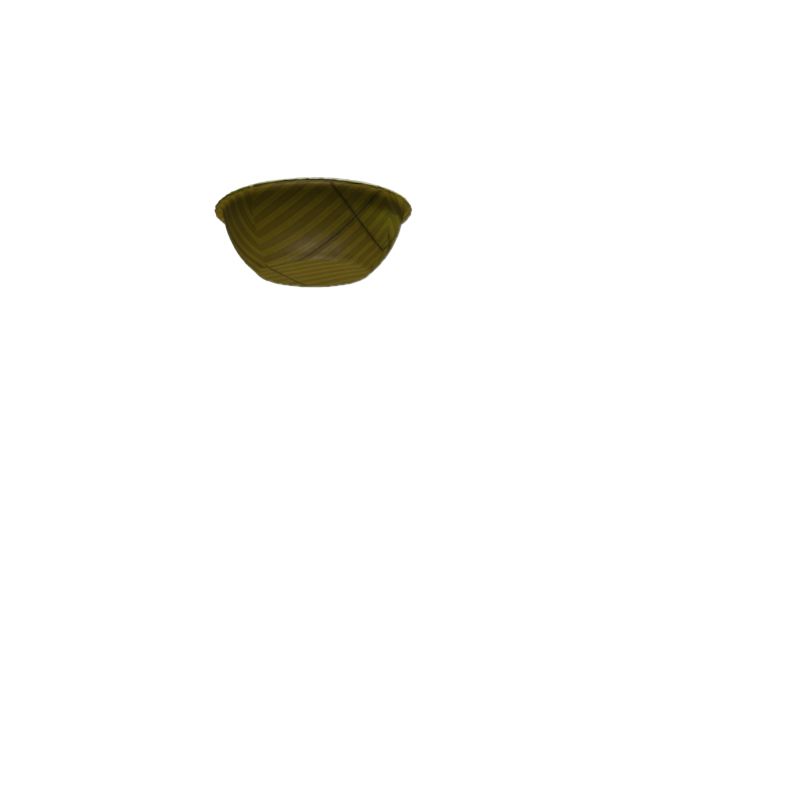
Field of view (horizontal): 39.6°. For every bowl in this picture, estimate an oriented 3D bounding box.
[{"bbox_3d":[-0.071,-0.129,0.902,0.162,0.057,0.157,0,-9,-2],"label":"bowl"}]
